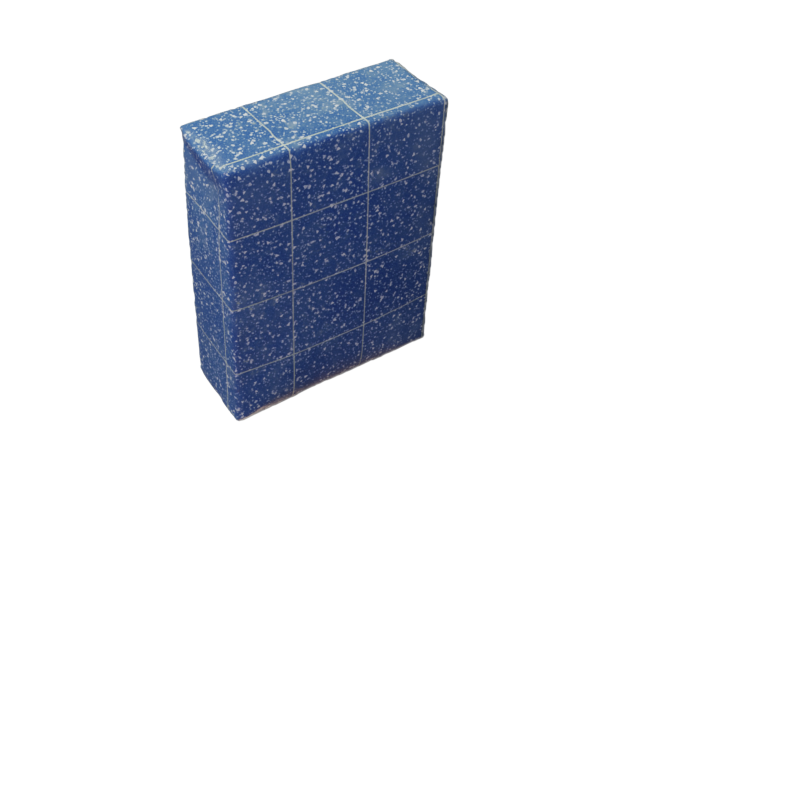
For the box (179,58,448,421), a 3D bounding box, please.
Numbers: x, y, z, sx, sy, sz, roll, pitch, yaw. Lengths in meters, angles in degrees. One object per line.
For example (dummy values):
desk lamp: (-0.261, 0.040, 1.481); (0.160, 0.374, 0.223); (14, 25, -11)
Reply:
box: (-0.059, -0.108, 0.756); (0.163, 0.199, 0.077); (-24, 49, -26)
